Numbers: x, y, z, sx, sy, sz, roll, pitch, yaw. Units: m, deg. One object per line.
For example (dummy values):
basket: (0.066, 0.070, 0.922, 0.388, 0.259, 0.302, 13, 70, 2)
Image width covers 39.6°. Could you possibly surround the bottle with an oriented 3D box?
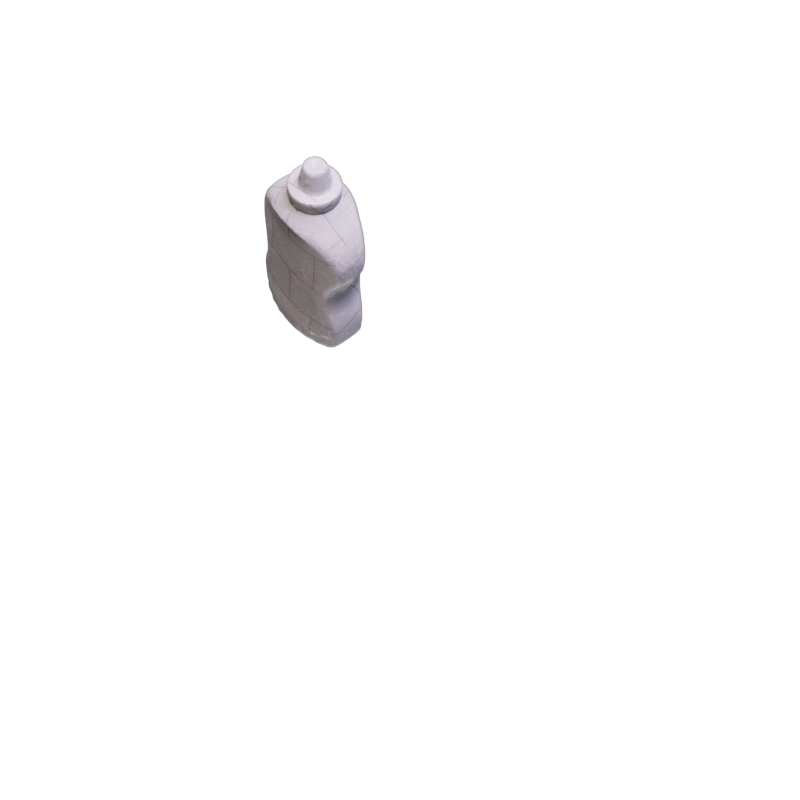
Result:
bottle: (-0.067, -0.124, 0.866, 0.058, 0.102, 0.180, -32, -23, -19)
